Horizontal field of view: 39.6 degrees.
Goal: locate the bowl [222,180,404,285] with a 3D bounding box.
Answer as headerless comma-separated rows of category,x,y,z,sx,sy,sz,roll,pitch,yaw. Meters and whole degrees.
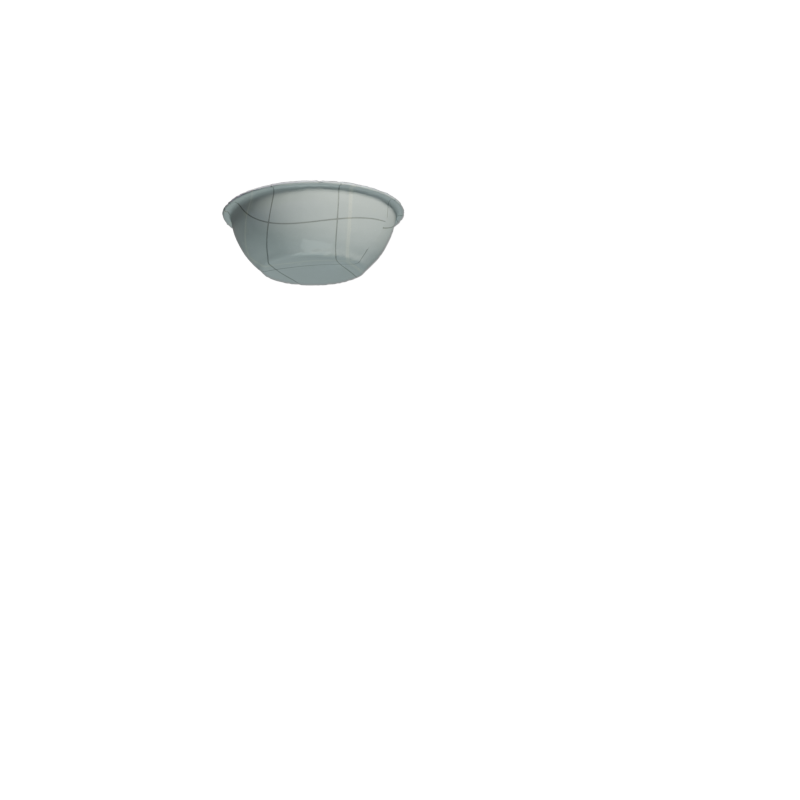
bowl,-0.077,-0.140,0.979,0.162,0.057,0.157,0,-12,-2
